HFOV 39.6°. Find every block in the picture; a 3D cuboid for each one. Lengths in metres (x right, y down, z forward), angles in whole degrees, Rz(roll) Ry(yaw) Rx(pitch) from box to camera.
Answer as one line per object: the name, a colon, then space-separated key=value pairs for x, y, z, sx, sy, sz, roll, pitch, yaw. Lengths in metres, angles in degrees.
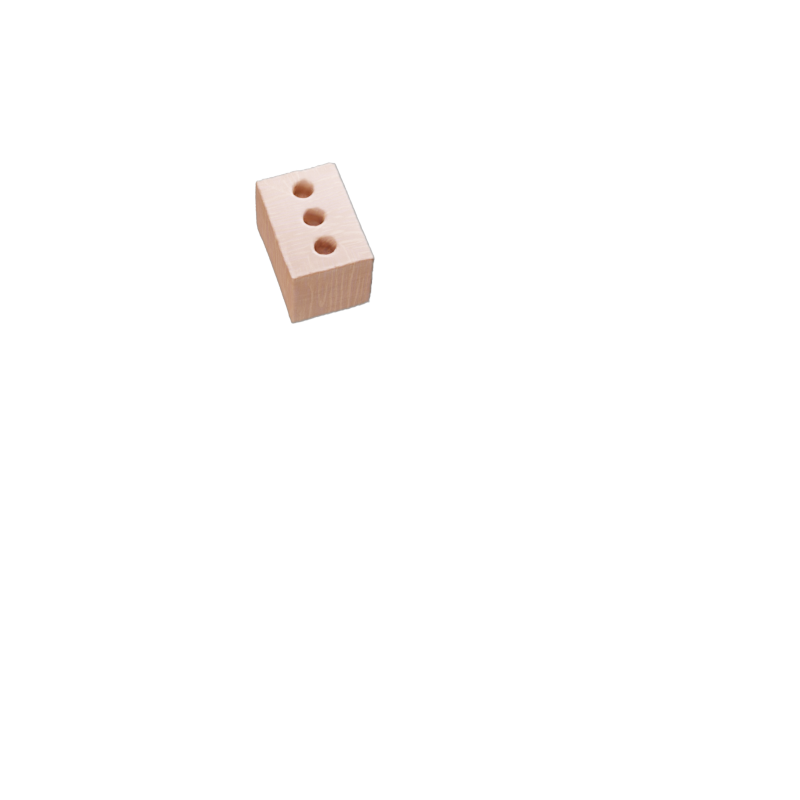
block: x=-0.053 y=-0.096 z=0.673 sx=0.052 sy=0.084 sz=0.048 roll=-16 pitch=-31 yaw=-11
